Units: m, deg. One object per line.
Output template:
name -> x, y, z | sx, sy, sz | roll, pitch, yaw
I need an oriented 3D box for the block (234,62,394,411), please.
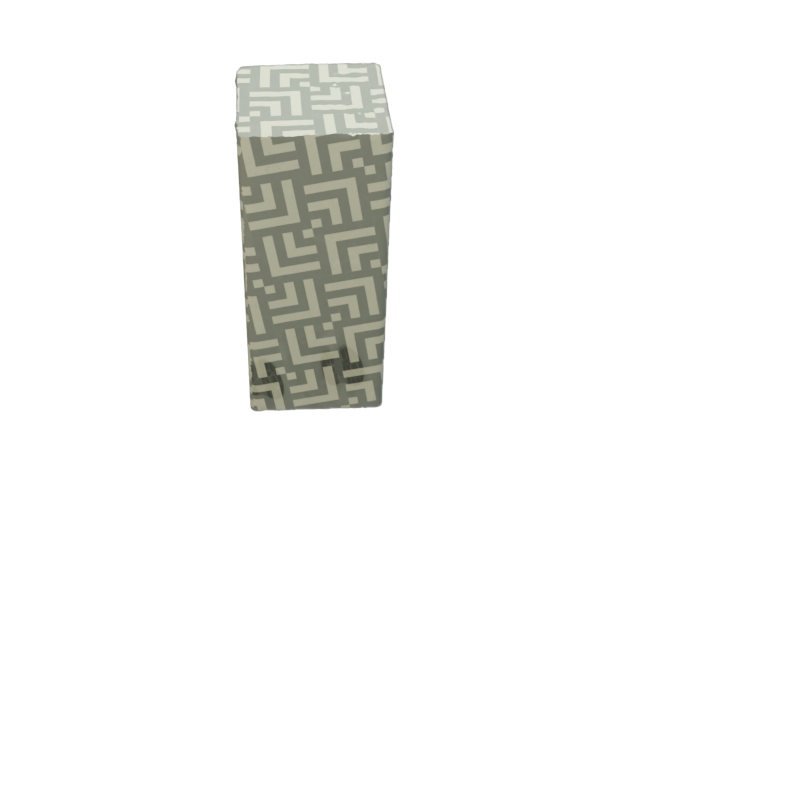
block -> -0.056, -0.100, 0.703 | 0.090, 0.193, 0.097 | -1, 39, -5
